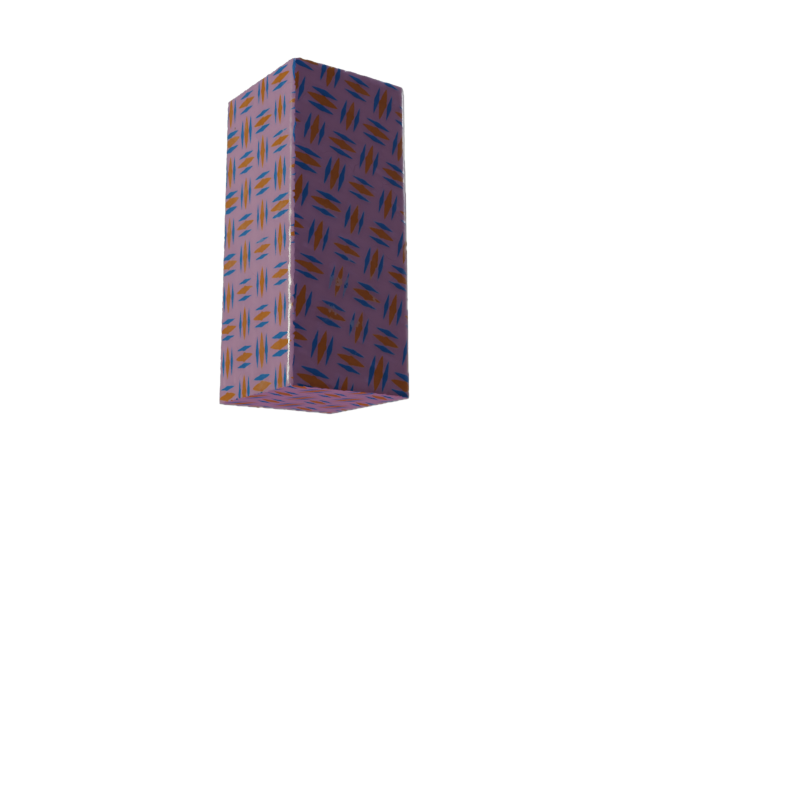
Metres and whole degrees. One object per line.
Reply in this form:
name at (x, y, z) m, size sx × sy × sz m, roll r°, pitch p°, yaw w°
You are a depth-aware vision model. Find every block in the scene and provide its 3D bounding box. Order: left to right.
block at (-0.055, -0.102, 0.716) m, size 0.086 × 0.214 × 0.092 m, roll 10°, pitch -18°, yaw -35°
